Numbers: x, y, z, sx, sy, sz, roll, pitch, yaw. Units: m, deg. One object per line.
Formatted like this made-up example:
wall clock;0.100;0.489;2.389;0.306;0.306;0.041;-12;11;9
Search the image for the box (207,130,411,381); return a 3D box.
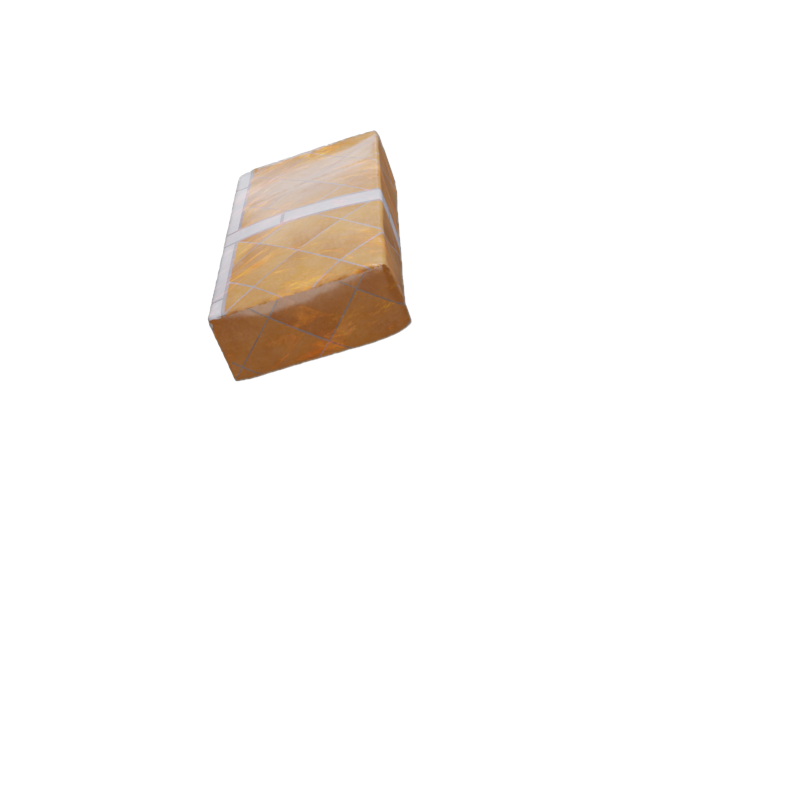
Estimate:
box;-0.048;-0.087;0.605;0.094;0.045;0.188;-17;34;8
